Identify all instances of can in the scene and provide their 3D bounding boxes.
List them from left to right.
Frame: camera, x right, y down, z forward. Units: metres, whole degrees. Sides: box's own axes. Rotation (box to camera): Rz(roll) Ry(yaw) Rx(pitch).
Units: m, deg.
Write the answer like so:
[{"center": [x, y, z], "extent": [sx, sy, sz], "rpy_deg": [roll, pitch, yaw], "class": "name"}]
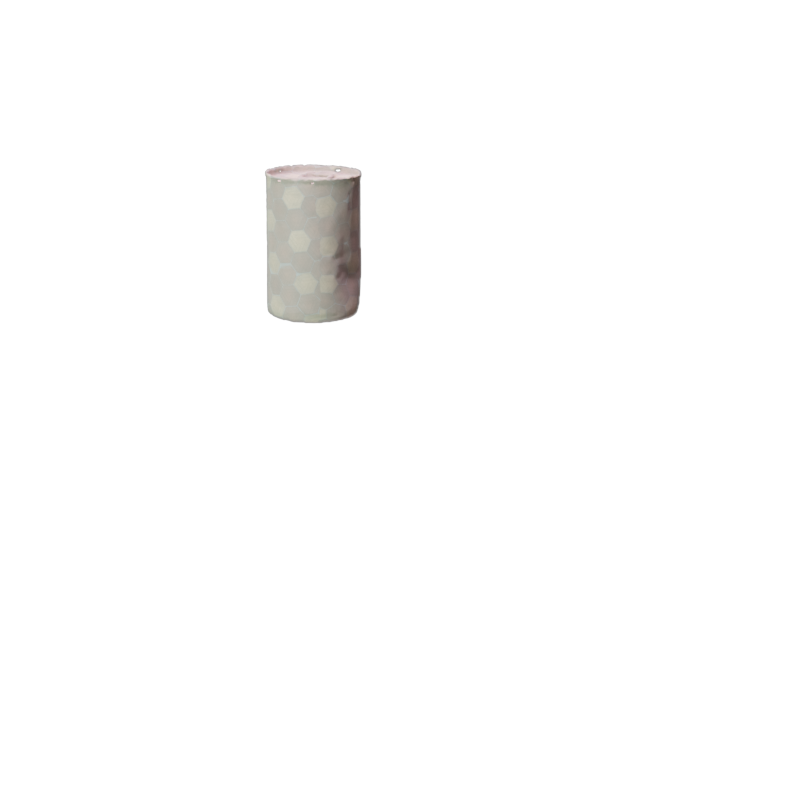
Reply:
[{"center": [-0.062, -0.113, 0.789], "extent": [0.068, 0.099, 0.071], "rpy_deg": [0, 15, -2], "class": "can"}]
